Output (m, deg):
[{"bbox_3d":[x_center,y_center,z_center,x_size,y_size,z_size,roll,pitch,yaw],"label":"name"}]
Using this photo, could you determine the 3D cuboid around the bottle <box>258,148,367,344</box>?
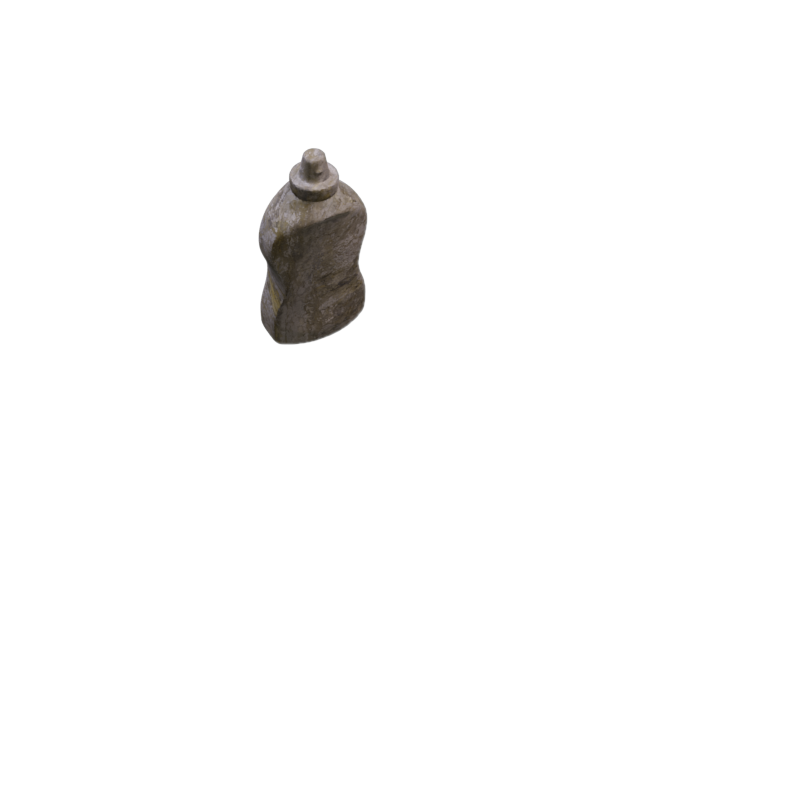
[{"bbox_3d":[-0.074,-0.136,0.954,0.095,0.179,0.063,-20,51,-21],"label":"bottle"}]
